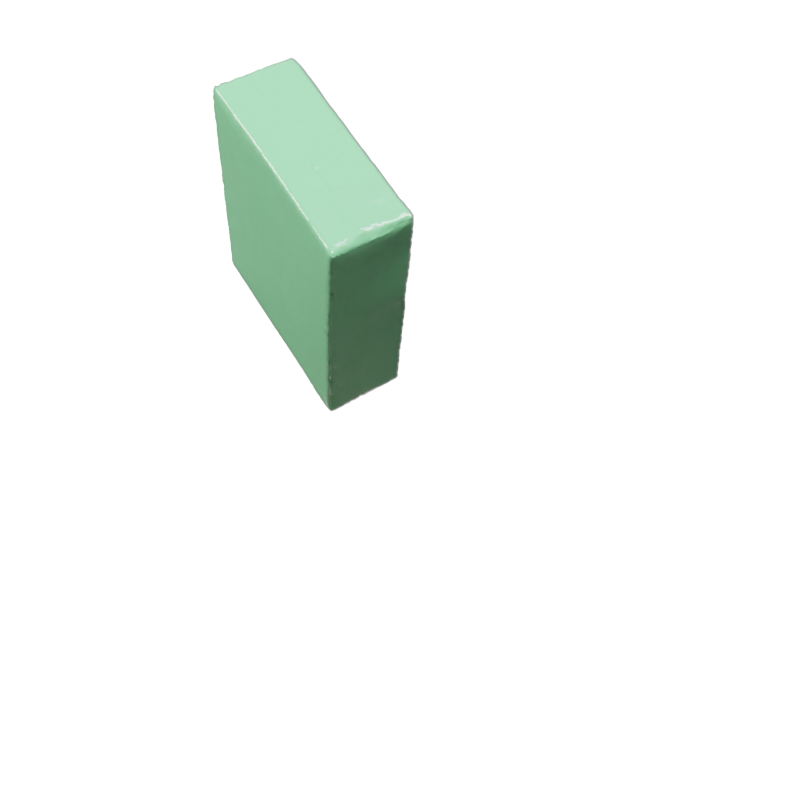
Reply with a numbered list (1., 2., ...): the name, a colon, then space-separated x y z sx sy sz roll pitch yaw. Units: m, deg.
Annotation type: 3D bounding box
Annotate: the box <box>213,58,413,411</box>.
1. box: -0.063 -0.115 0.805 0.072 0.175 0.200 -25 -27 -17
